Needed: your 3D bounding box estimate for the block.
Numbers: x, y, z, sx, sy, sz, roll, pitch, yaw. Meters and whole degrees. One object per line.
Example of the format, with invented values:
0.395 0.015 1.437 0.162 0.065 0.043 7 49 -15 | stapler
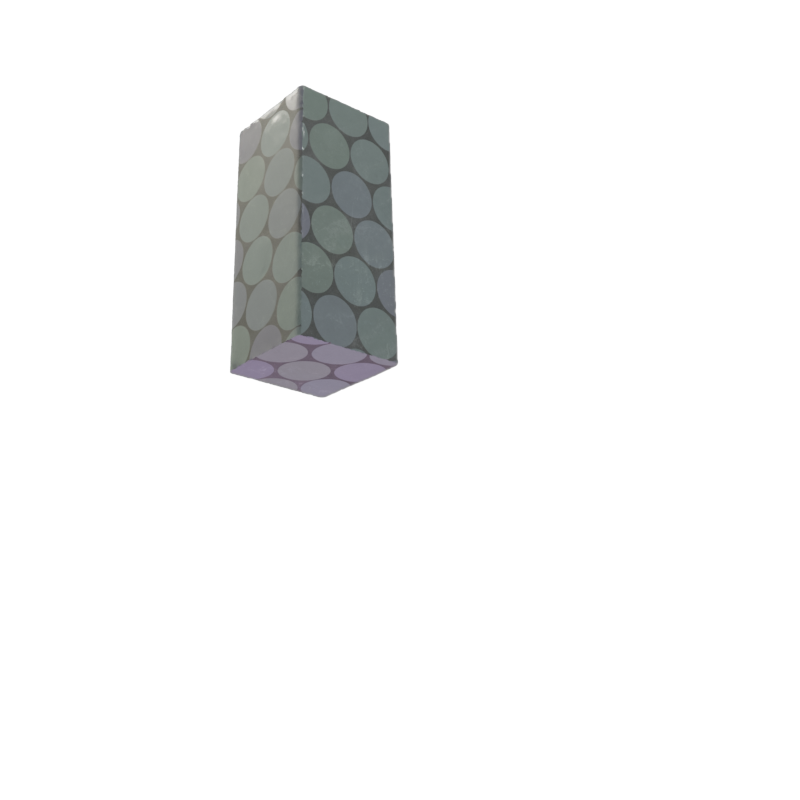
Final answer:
-0.066 -0.120 0.841 0.086 0.218 0.090 19 -32 -36 | block
